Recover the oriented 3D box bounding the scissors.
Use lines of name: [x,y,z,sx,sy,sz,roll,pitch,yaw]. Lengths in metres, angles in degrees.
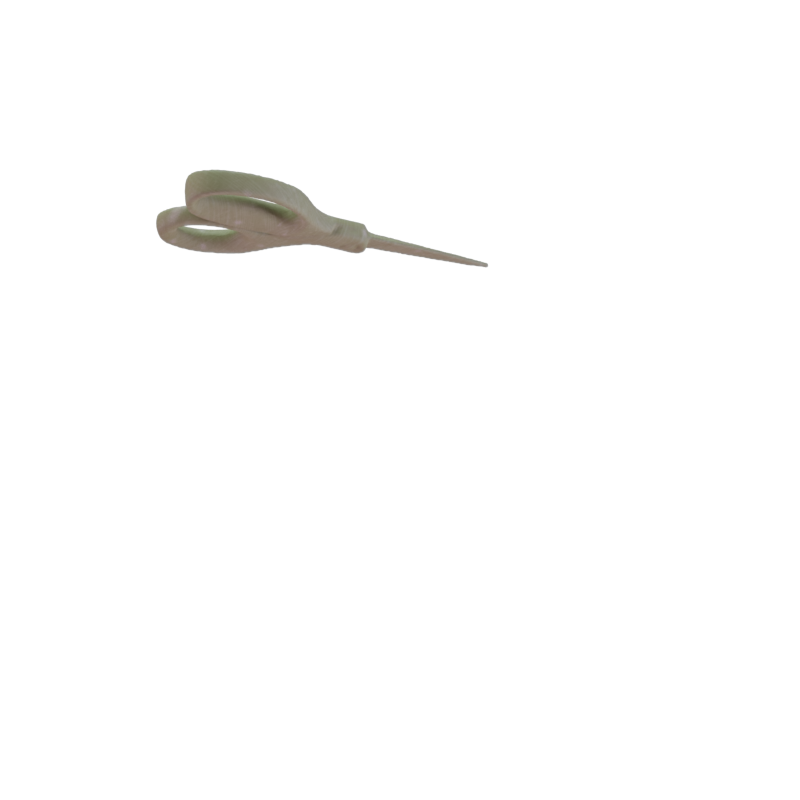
scissors: [-0.048,-0.087,0.612,0.098,0.016,0.190,-11,-16,40]
